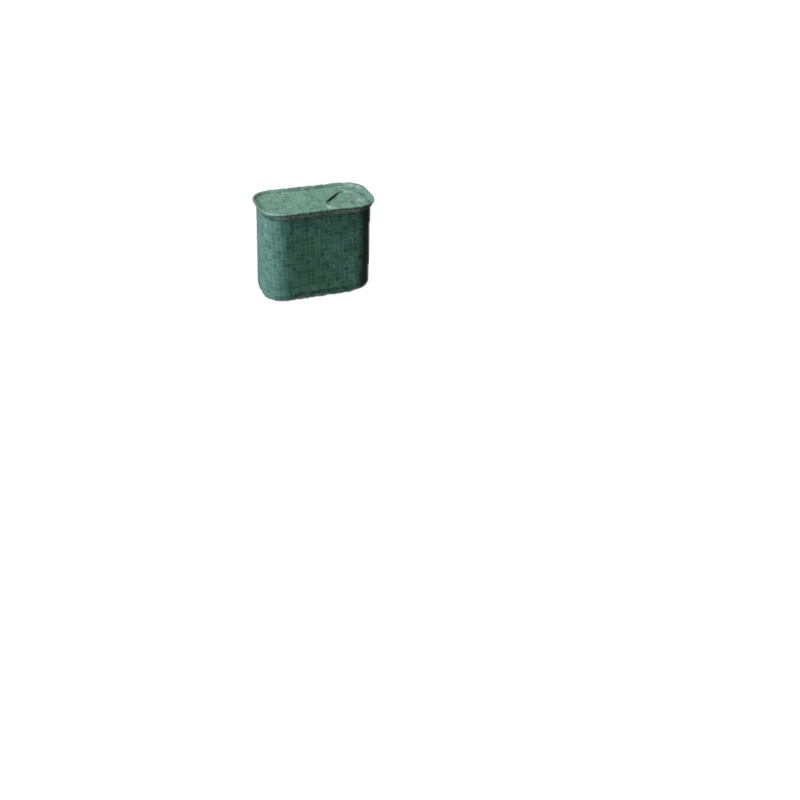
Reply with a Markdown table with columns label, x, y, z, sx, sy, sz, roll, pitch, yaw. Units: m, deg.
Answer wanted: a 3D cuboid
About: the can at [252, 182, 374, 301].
| label | x | y | z | sx | sy | sz | roll | pitch | yaw |
| --- | --- | --- | --- | --- | --- | --- | --- | --- | --- |
| can | -0.076 | -0.138 | 0.966 | 0.100 | 0.079 | 0.062 | -9 | 29 | -17 |
